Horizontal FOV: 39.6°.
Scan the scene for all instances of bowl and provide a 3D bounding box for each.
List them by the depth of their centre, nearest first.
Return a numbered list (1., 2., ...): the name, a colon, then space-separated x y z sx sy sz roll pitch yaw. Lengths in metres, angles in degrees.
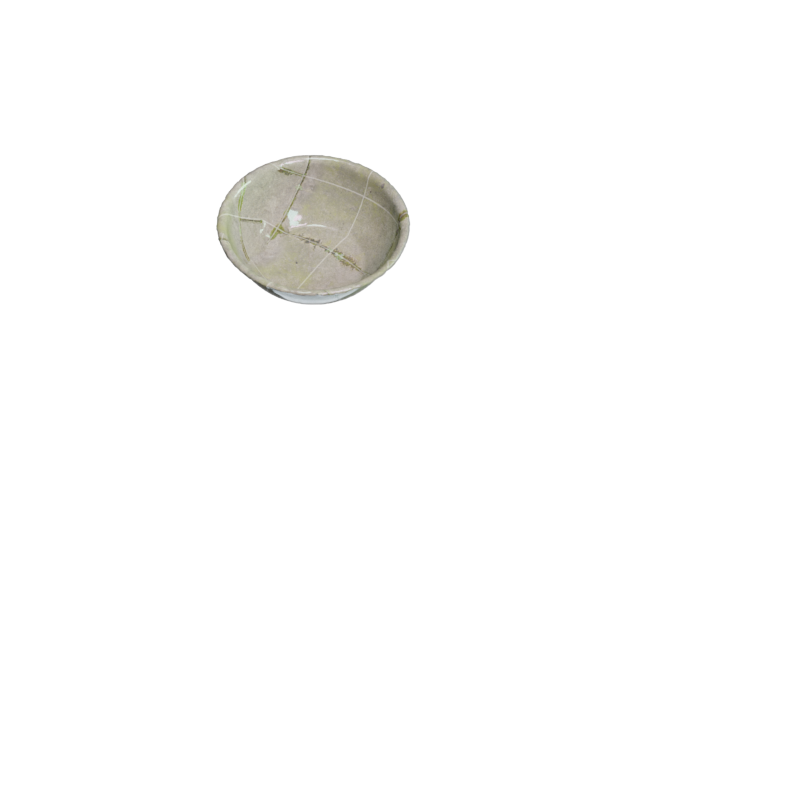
1. bowl: -0.074 -0.135 0.944 0.162 0.174 0.051 -1 -39 -1
